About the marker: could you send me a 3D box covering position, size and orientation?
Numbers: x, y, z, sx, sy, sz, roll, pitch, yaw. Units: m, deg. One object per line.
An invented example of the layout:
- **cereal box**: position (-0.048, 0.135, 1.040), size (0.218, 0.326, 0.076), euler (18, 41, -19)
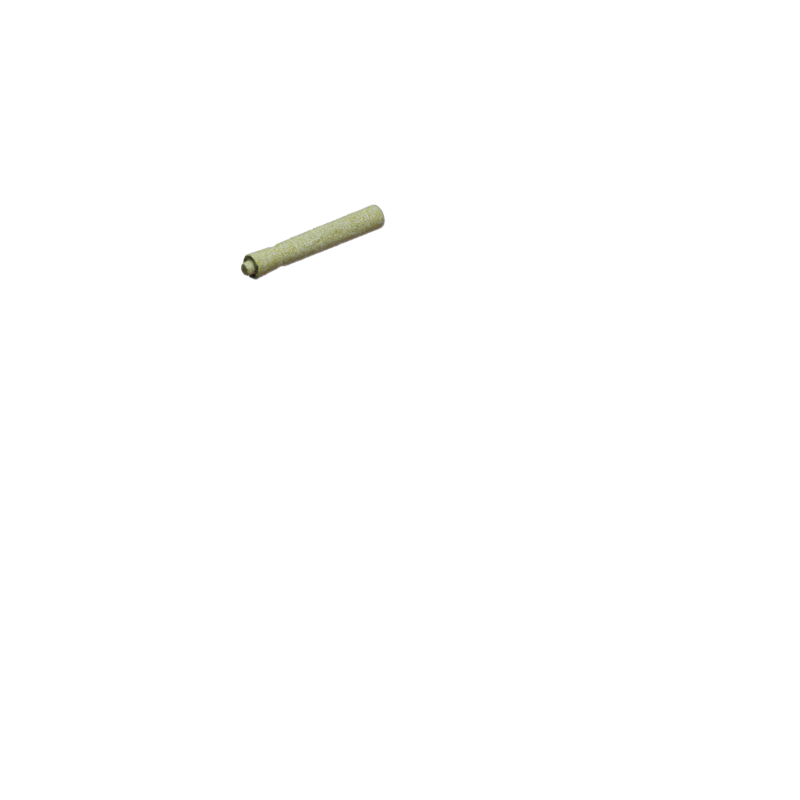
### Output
- **marker**: position (-0.062, -0.113, 0.790), size (0.120, 0.019, 0.021), euler (-28, 19, -33)
